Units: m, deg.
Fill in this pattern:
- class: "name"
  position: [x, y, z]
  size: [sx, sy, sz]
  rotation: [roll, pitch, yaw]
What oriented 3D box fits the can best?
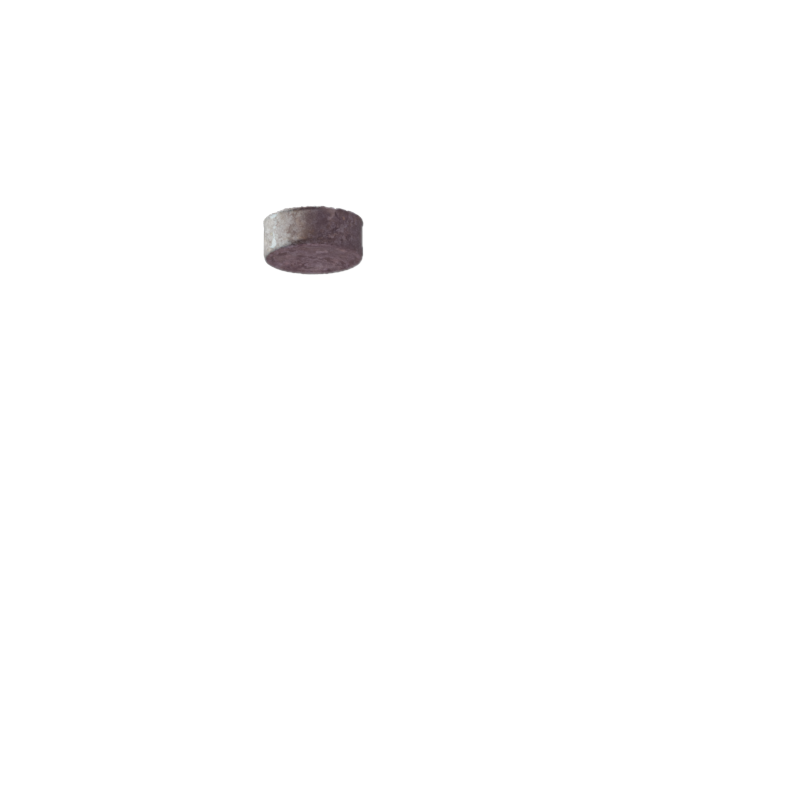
- class: "can"
  position: [-0.074, -0.134, 0.942]
  size: [0.086, 0.035, 0.083]
  rotation: [0, -13, -2]
